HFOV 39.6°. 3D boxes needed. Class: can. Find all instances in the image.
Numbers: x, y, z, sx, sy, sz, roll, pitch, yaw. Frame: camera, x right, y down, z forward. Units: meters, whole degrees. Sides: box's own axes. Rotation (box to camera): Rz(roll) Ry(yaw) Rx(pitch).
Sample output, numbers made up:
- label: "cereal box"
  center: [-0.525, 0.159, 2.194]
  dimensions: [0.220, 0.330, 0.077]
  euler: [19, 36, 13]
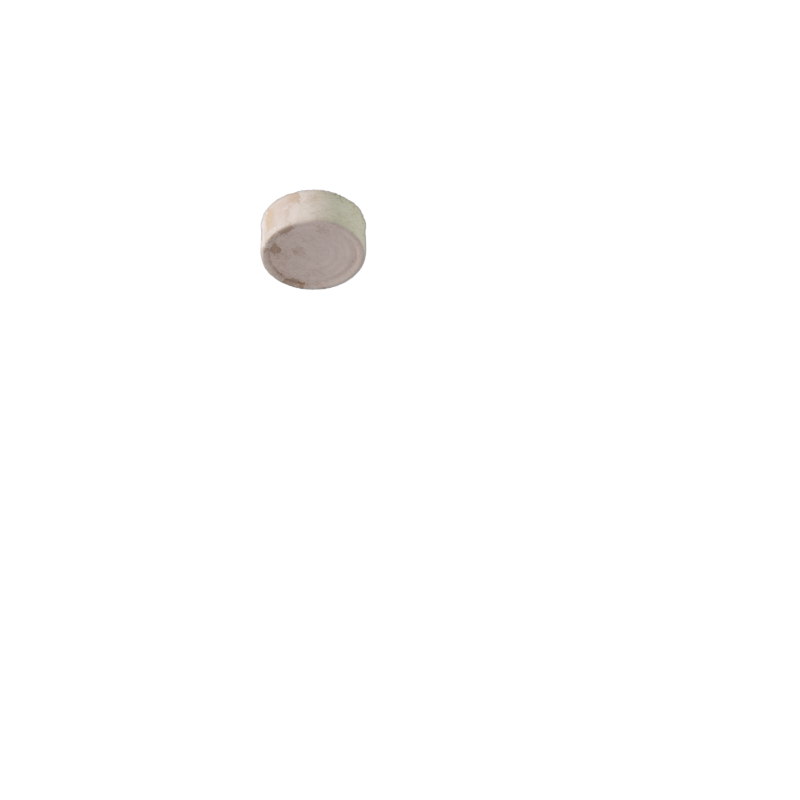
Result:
- label: "can"
  center: [-0.070, -0.127, 0.891]
  dimensions: [0.086, 0.036, 0.080]
  euler: [1, -38, -2]
